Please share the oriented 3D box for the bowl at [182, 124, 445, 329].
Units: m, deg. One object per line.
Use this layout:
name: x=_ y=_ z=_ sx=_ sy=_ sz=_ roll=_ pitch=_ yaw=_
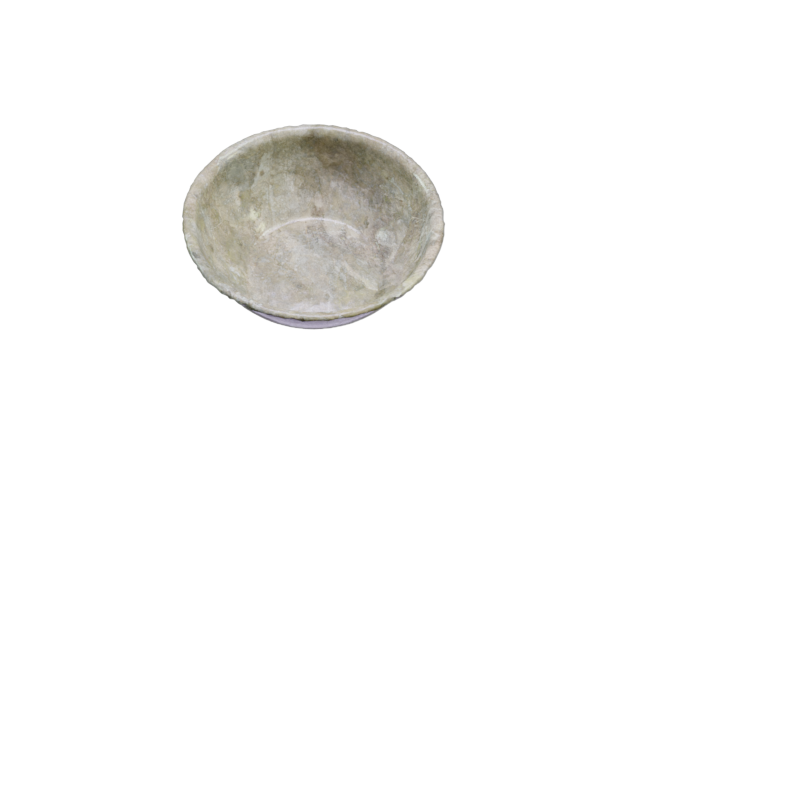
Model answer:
bowl: x=-0.055 y=-0.100 z=0.701 sx=0.162 sy=0.174 sz=0.051 roll=-1 pitch=-37 yaw=-1
